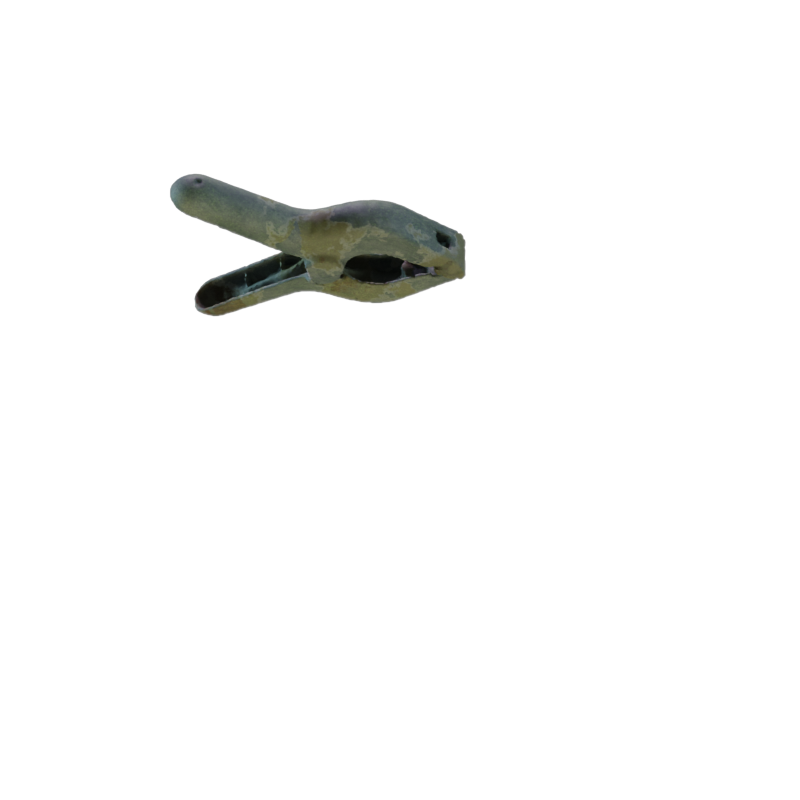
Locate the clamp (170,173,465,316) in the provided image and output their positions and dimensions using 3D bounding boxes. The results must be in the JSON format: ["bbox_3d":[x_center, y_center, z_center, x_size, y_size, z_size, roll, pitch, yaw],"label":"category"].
[{"bbox_3d":[-0.050,-0.091,0.639,0.173,0.042,0.112,-4,-26,9],"label":"clamp"}]
